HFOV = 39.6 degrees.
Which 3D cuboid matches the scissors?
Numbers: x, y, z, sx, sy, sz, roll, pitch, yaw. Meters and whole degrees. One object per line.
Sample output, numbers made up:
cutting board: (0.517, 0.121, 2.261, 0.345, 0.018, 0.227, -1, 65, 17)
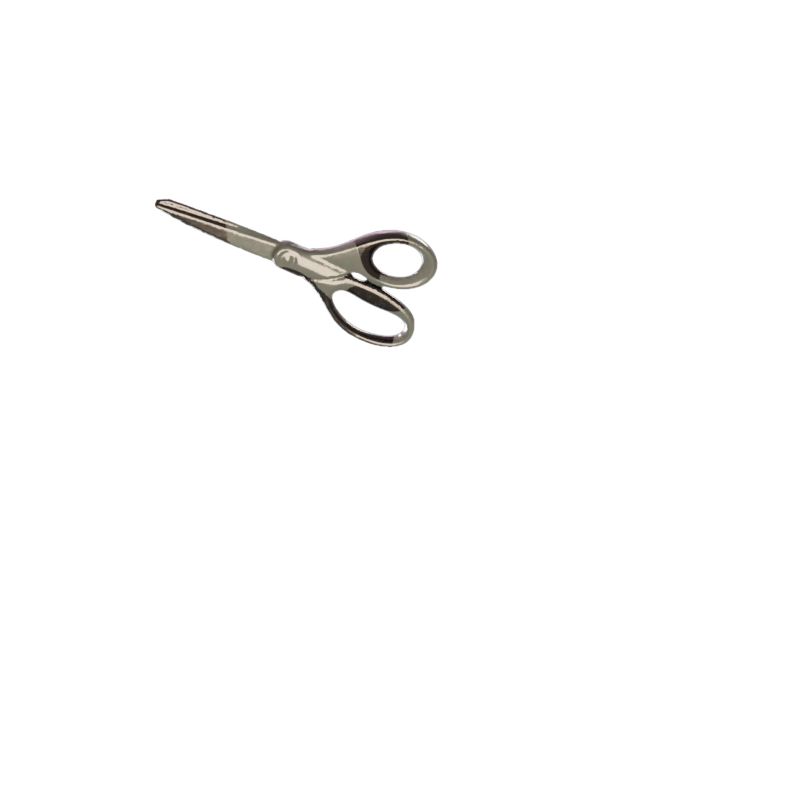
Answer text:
scissors: (-0.060, -0.109, 0.761, 0.194, 0.095, 0.017, 36, 21, -17)
